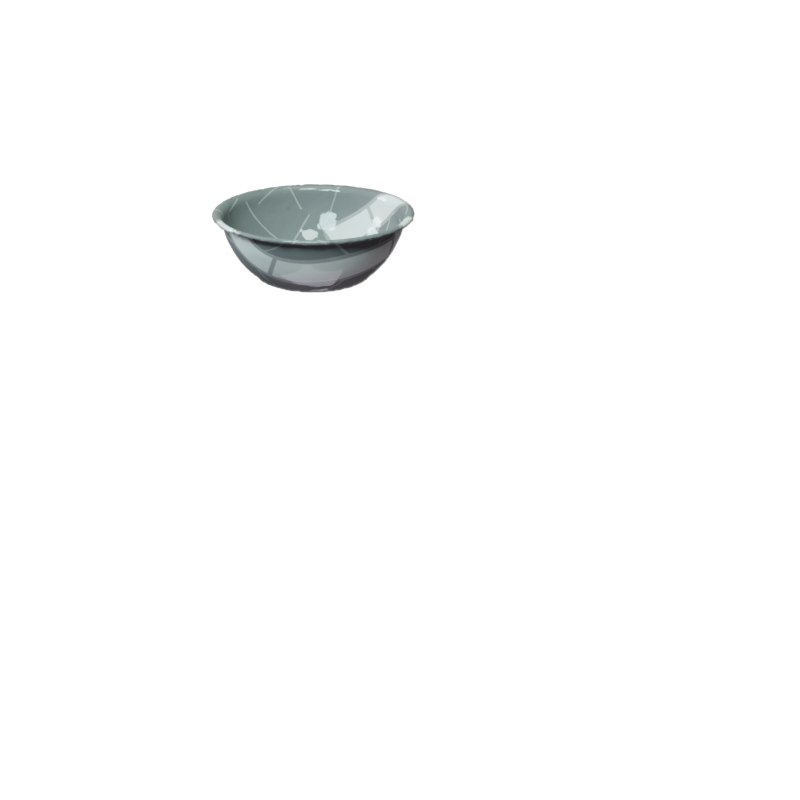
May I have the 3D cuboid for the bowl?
[{"bbox_3d":[-0.070,-0.128,0.895,0.162,0.052,0.170,-1,24,-2],"label":"bowl"}]
